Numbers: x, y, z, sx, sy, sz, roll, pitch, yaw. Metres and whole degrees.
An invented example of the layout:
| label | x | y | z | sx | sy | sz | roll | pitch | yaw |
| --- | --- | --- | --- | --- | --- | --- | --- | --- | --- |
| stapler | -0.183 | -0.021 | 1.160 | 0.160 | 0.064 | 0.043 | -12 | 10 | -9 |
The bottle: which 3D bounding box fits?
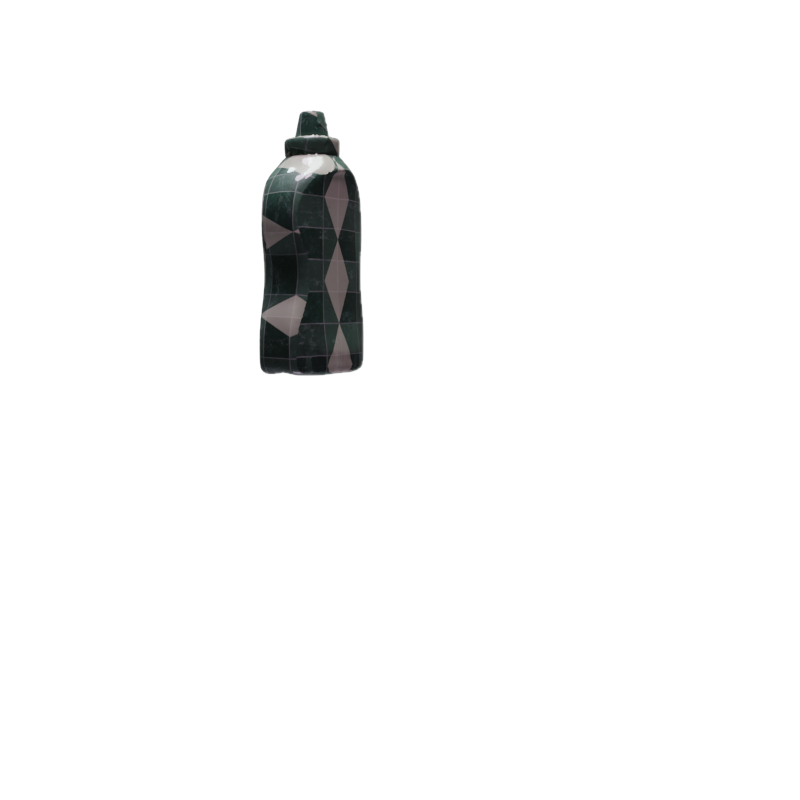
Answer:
| label | x | y | z | sx | sy | sz | roll | pitch | yaw |
| --- | --- | --- | --- | --- | --- | --- | --- | --- | --- |
| bottle | -0.064 | -0.116 | 0.816 | 0.060 | 0.193 | 0.092 | -1 | -1 | 33 |
